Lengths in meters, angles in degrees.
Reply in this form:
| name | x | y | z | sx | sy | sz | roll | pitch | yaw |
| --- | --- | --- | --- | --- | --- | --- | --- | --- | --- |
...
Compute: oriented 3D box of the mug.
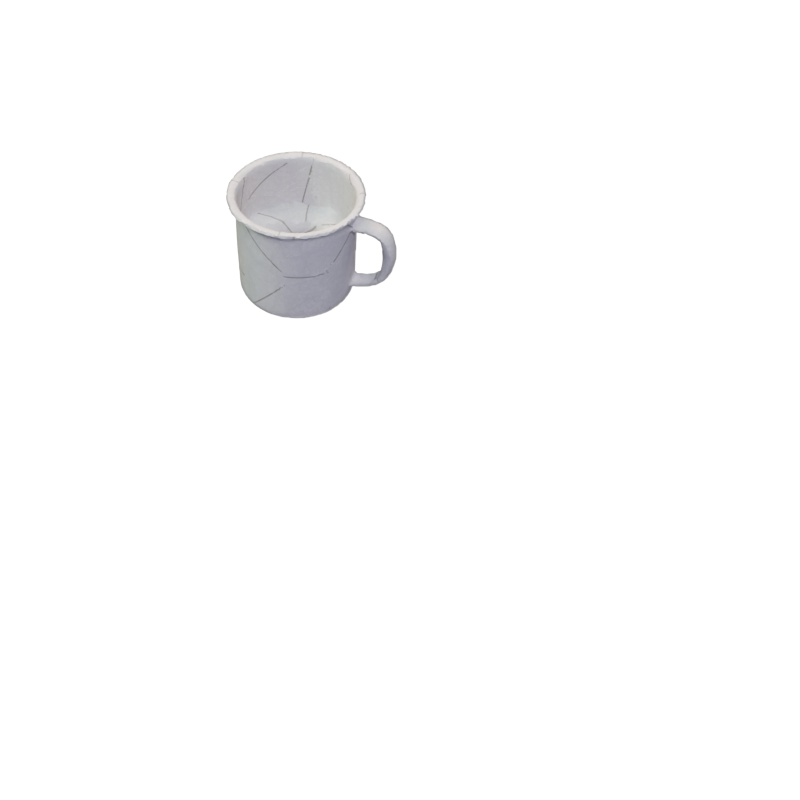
| name | x | y | z | sx | sy | sz | roll | pitch | yaw |
| --- | --- | --- | --- | --- | --- | --- | --- | --- | --- |
| mug | -0.059 | -0.108 | 0.759 | 0.120 | 0.076 | 0.098 | 12 | 45 | 11 |
